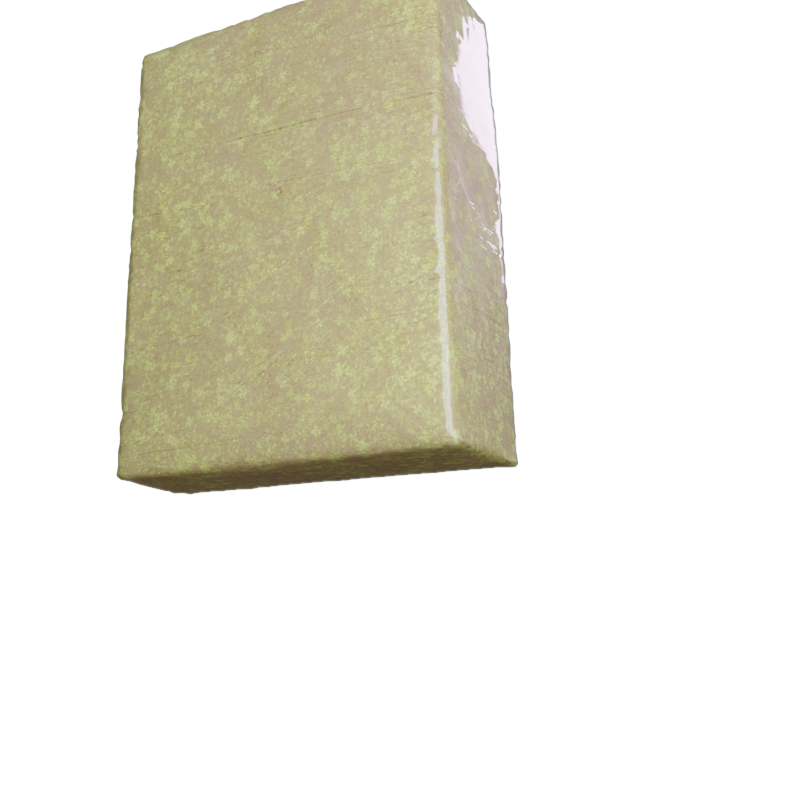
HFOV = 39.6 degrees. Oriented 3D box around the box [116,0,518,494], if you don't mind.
[{"bbox_3d":[-0.039,-0.072,0.504,0.167,0.224,0.067,-11,-22,27],"label":"box"}]
